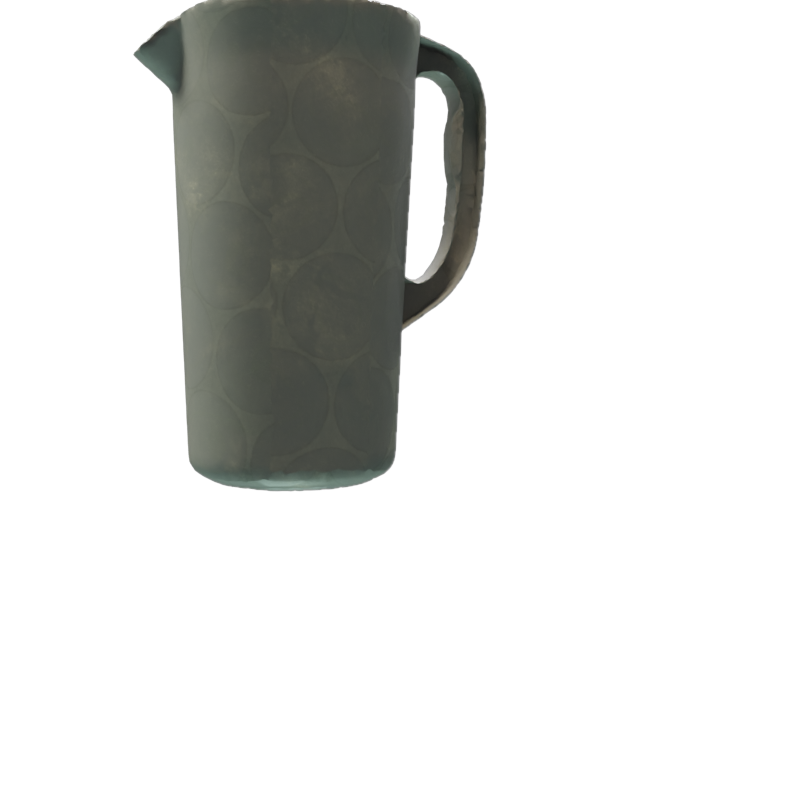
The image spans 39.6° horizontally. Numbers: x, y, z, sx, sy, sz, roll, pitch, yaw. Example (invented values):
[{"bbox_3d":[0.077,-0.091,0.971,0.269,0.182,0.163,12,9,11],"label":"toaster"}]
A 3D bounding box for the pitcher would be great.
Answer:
[{"bbox_3d":[-0.046,-0.083,0.582,0.154,0.243,0.140,0,1,27],"label":"pitcher"}]
